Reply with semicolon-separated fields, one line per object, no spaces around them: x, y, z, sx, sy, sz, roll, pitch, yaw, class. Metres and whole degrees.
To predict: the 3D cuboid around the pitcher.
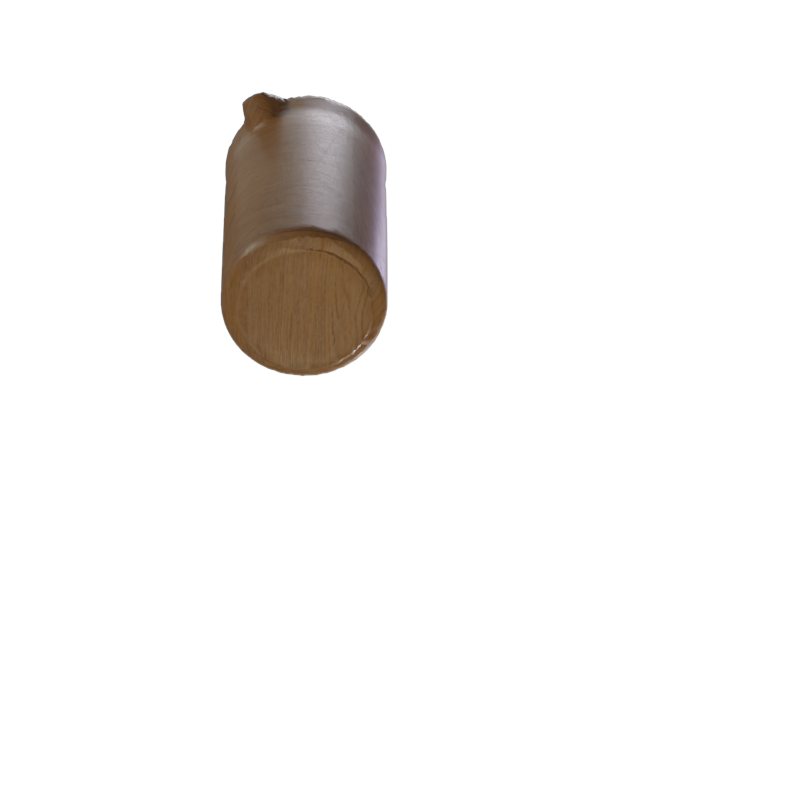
-0.064;-0.117;0.816;0.147;0.139;0.258;13;30;-11;pitcher
